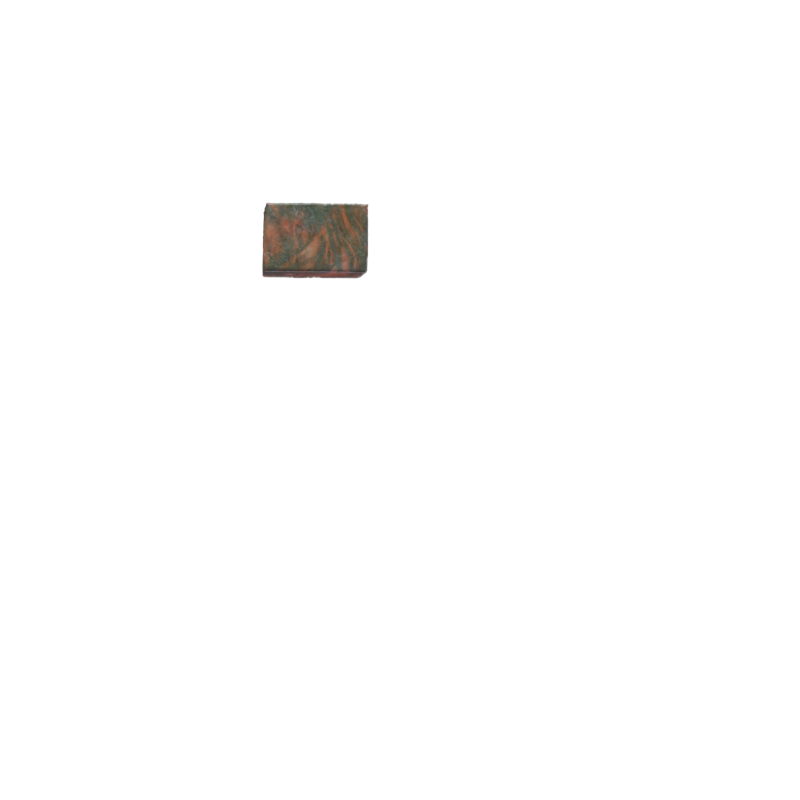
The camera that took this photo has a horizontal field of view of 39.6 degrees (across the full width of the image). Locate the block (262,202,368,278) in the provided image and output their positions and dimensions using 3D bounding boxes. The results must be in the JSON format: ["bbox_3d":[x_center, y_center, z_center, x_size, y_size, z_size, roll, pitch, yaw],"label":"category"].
[{"bbox_3d":[-0.065,-0.119,0.834,0.077,0.052,0.053,0,-3,-6],"label":"block"}]
